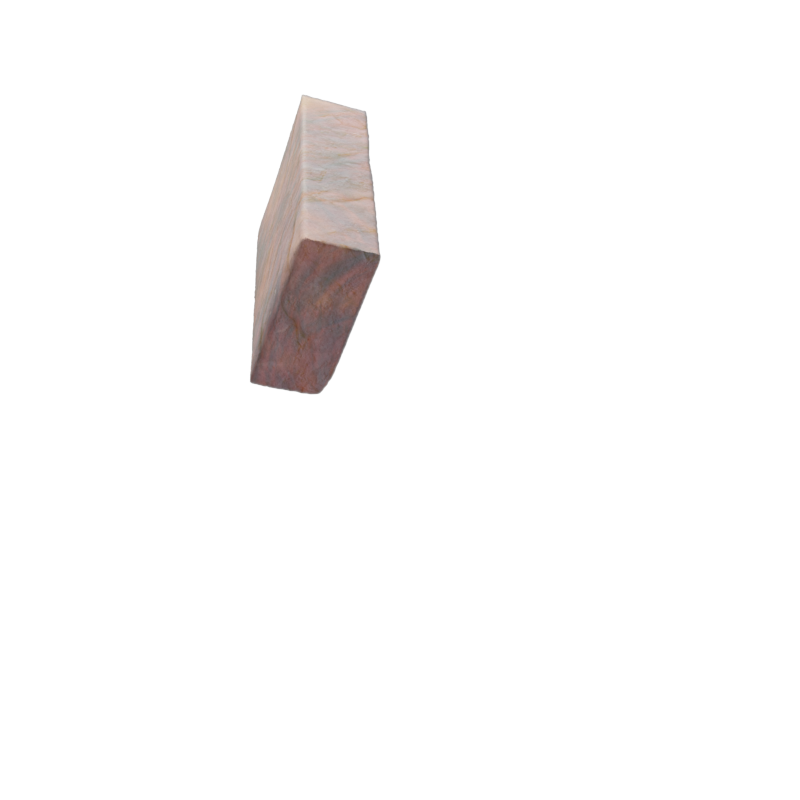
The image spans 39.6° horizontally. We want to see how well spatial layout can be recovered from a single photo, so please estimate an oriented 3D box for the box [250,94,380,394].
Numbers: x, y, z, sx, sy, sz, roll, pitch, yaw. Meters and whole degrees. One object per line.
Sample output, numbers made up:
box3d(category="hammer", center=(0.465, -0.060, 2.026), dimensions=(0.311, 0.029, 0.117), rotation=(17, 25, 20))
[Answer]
box3d(category="box", center=(-0.076, -0.138, 0.966), dimensions=(0.070, 0.156, 0.229), rotation=(13, 40, -15))
